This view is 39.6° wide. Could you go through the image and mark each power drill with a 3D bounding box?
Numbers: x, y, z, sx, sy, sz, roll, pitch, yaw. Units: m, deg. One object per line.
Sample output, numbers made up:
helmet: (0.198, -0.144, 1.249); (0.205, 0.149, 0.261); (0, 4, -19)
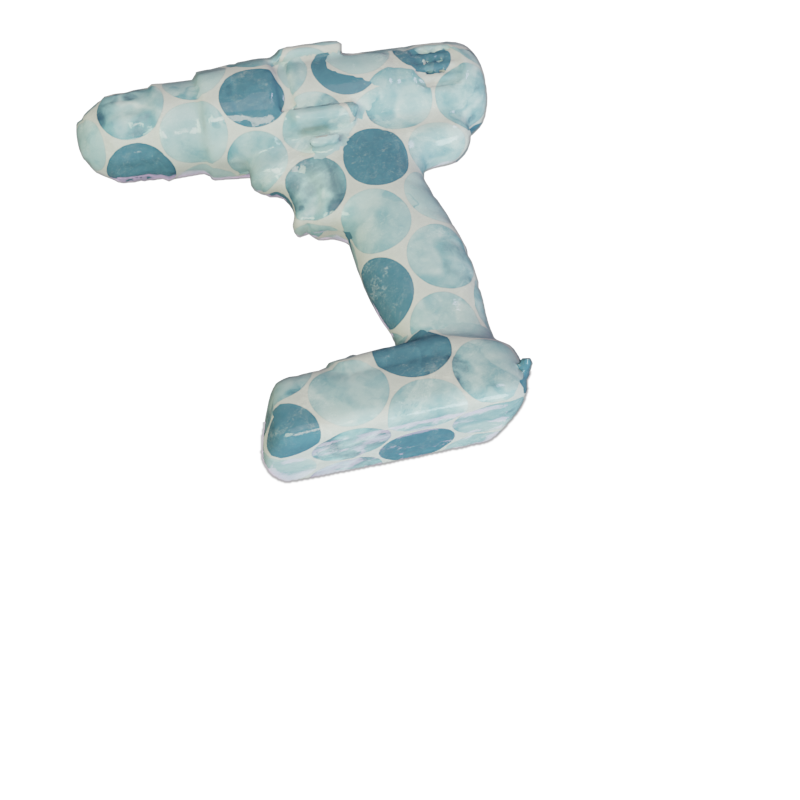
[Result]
power drill: (-0.036, -0.067, 0.466); (0.183, 0.200, 0.054); (-11, -25, -6)
